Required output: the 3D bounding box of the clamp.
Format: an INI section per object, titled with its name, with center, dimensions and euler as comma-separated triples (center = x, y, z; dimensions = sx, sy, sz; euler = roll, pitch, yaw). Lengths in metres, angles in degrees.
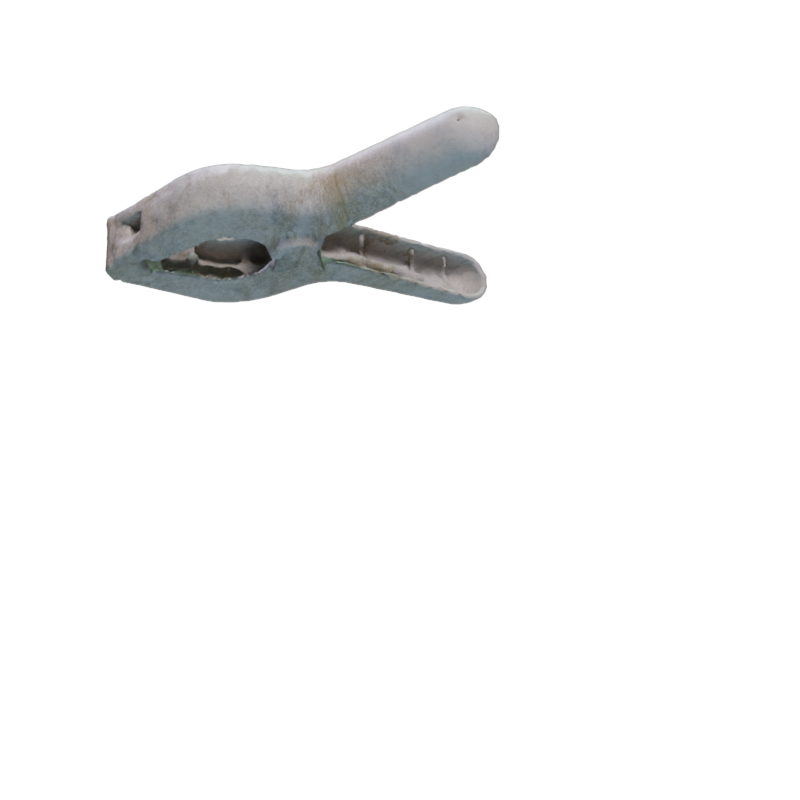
[clamp]
center = -0.038, -0.069, 0.480
dimensions = 0.173, 0.042, 0.111
euler = -7, -37, 10
